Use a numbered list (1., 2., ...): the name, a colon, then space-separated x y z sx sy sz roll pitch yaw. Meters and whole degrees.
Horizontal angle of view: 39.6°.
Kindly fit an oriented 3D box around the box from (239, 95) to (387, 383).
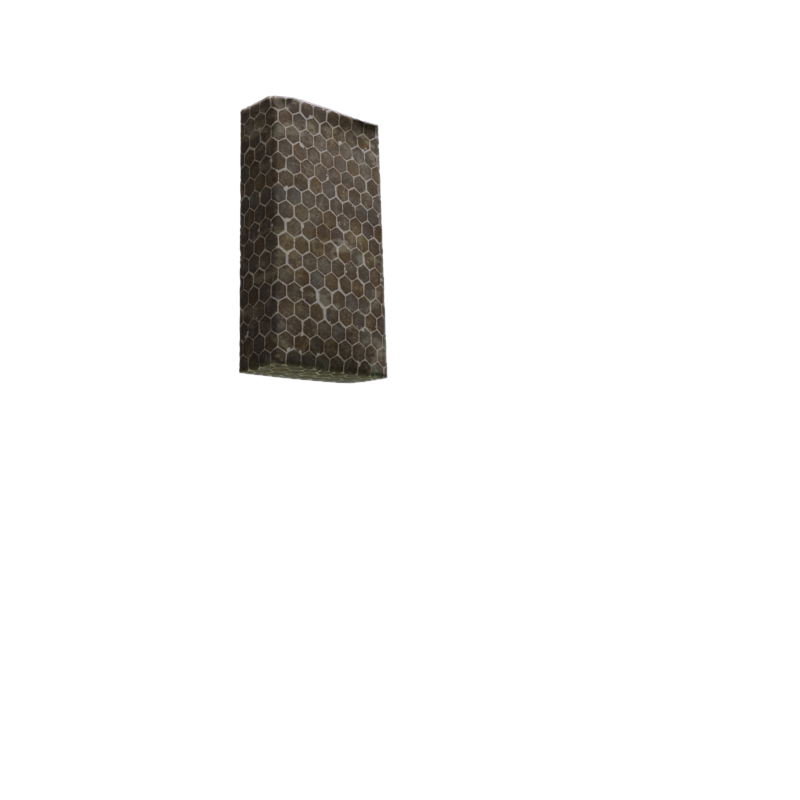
1. box: -0.056 -0.102 0.716 0.089 0.182 0.049 10 -17 -40
